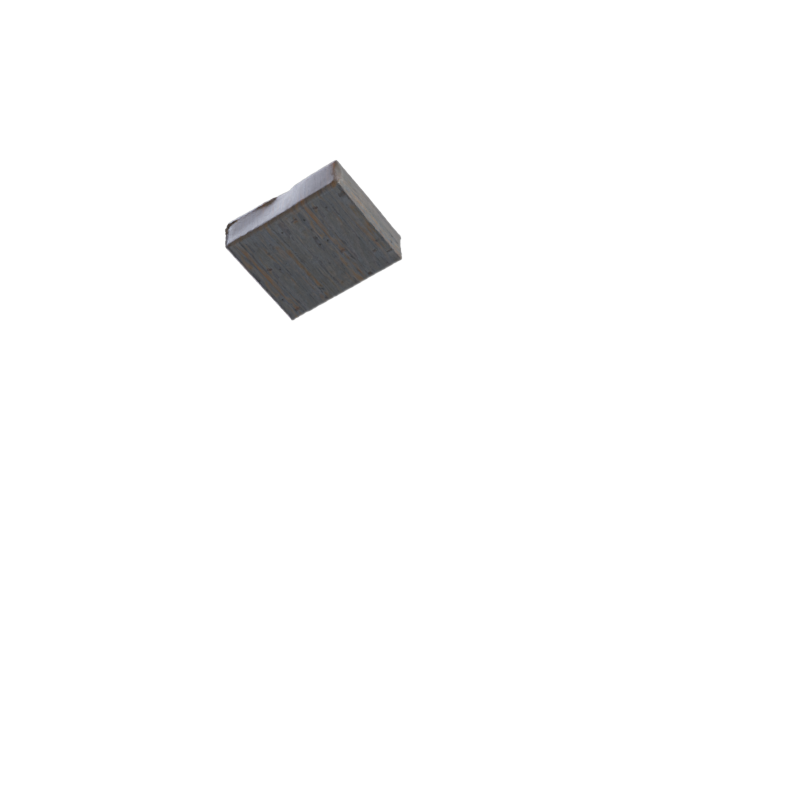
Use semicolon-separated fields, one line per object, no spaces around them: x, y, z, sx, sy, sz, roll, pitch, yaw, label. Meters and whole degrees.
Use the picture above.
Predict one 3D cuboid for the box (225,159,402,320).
-0.055;-0.100;0.704;0.089;0.032;0.068;-27;-55;21;box
